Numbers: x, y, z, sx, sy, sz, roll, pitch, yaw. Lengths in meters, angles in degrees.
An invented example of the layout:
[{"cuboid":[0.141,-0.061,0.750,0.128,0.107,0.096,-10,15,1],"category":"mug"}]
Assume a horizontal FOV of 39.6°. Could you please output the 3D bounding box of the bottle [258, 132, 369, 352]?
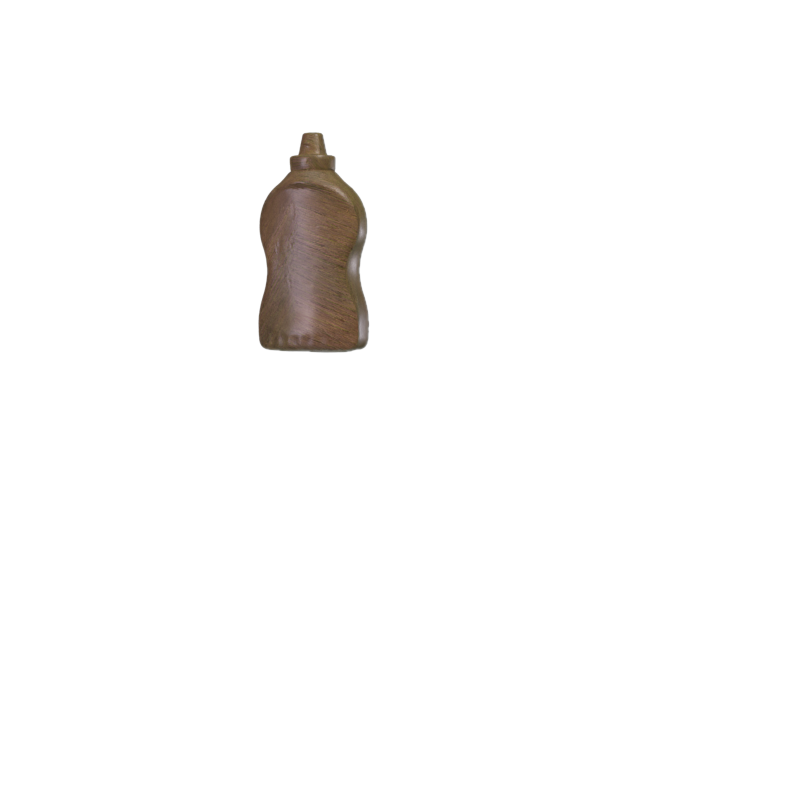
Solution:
[{"cuboid":[-0.077,-0.140,0.979,0.099,0.192,0.057,0,0,23],"category":"bottle"}]
